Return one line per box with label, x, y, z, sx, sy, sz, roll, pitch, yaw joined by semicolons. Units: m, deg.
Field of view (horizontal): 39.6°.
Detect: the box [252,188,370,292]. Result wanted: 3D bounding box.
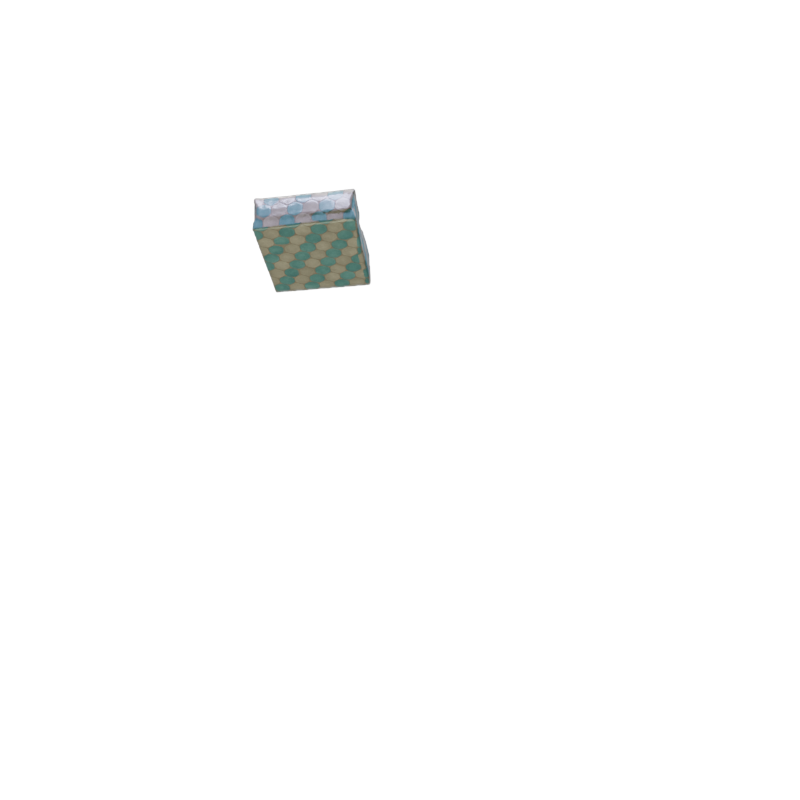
box;-0.063;-0.115;0.807;0.074;0.032;0.083;-4;-30;6
